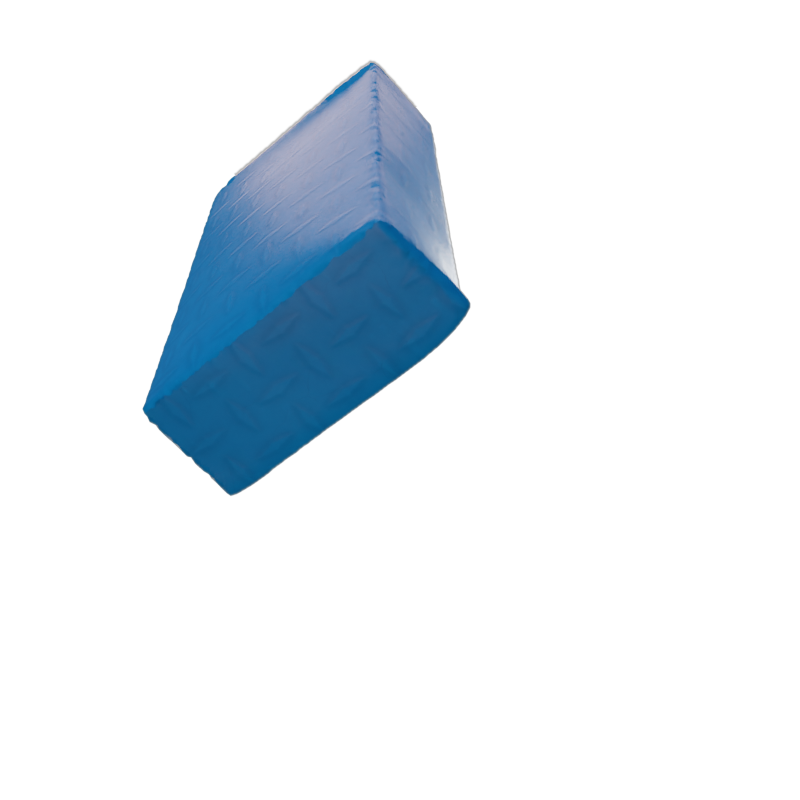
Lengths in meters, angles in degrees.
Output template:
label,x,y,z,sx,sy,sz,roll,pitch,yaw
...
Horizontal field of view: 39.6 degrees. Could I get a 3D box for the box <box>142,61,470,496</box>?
label,x,y,z,sx,sy,sz,roll,pitch,yaw
box,-0.031,-0.055,0.386,0.093,0.045,0.187,-37,26,16
